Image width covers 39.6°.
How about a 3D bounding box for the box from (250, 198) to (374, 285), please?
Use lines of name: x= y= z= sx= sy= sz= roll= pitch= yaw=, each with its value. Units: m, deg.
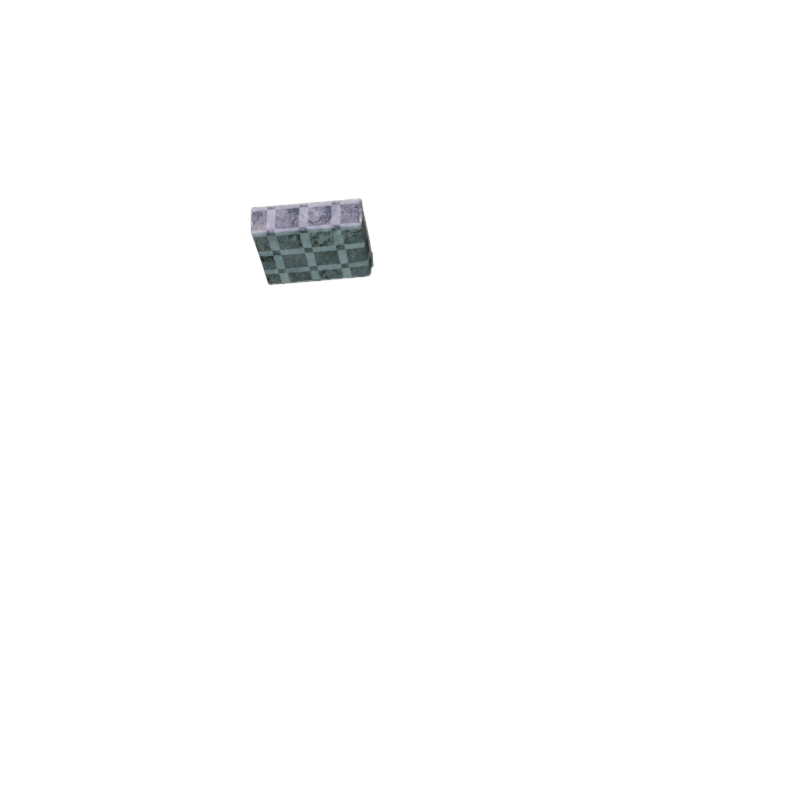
box: x=-0.069 y=-0.127 z=0.887 sx=0.090 sy=0.032 sz=0.068 roll=-4 pitch=-31 yaw=6
